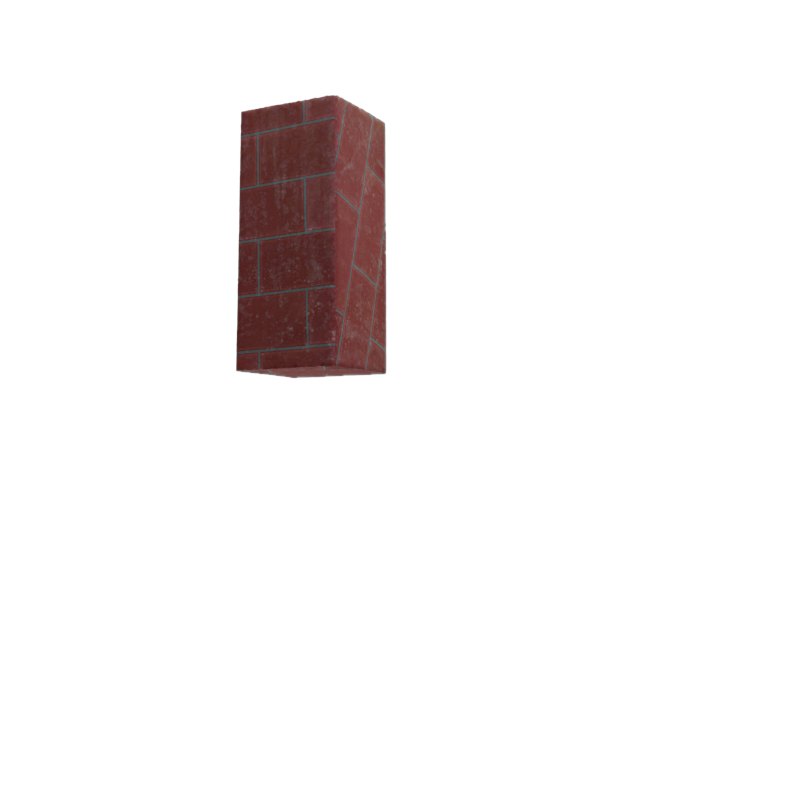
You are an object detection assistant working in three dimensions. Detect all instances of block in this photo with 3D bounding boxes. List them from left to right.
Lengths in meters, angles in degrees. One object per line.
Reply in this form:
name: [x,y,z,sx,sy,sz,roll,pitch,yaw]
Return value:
block: [-0.068,-0.125,0.877,0.093,0.212,0.086,-6,-11,27]
